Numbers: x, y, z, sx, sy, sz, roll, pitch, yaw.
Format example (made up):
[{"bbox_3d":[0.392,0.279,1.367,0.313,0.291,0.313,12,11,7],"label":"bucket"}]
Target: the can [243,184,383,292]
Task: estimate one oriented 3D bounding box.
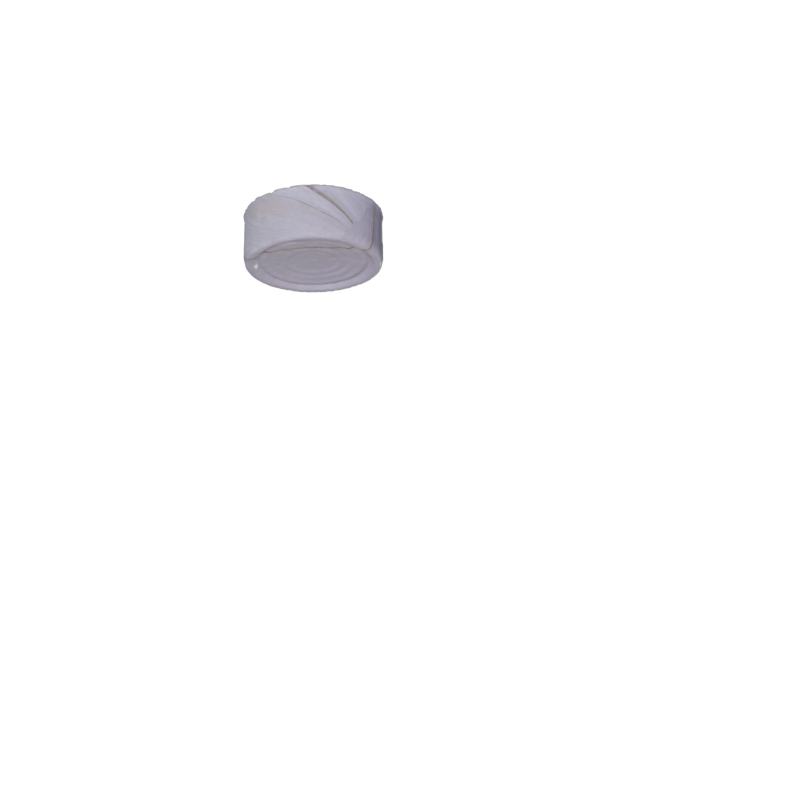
[{"bbox_3d":[-0.053,-0.096,0.674,0.086,0.035,0.082,0,-20,-2],"label":"can"}]
